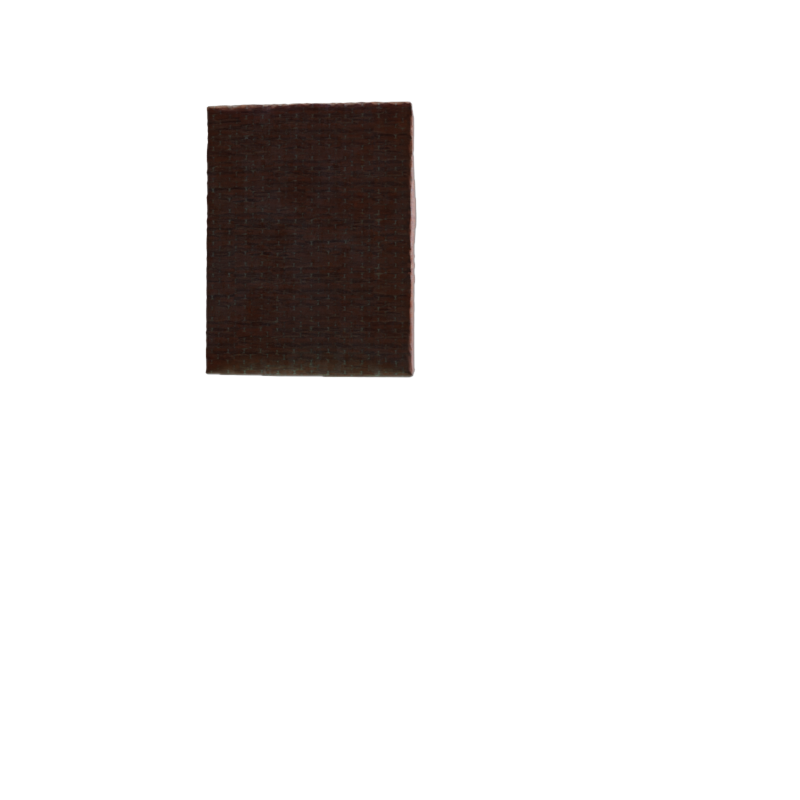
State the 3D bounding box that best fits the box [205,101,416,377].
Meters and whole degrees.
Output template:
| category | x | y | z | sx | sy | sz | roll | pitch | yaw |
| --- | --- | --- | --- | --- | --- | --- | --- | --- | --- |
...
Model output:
| category | x | y | z | sx | sy | sz | roll | pitch | yaw |
| --- | --- | --- | --- | --- | --- | --- | --- | --- | --- |
| box | -0.070 | -0.127 | 0.889 | 0.165 | 0.215 | 0.071 | 0 | -2 | 6 |
